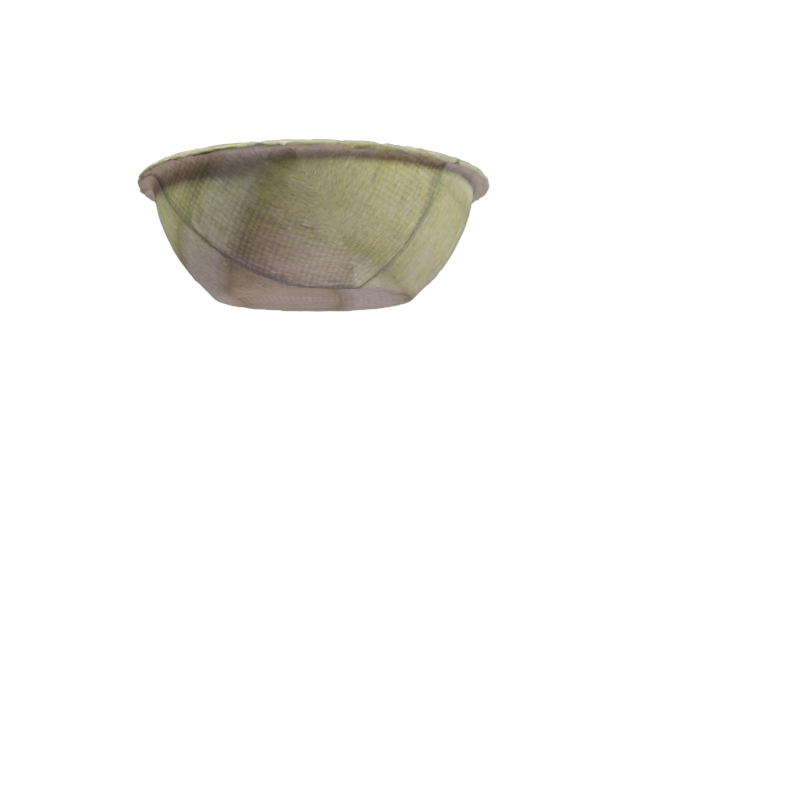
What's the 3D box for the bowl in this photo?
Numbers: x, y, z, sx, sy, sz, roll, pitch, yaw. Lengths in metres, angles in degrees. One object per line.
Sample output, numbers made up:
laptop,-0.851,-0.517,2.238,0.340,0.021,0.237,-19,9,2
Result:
bowl,-0.040,-0.073,0.511,0.162,0.056,0.160,0,-3,-2
